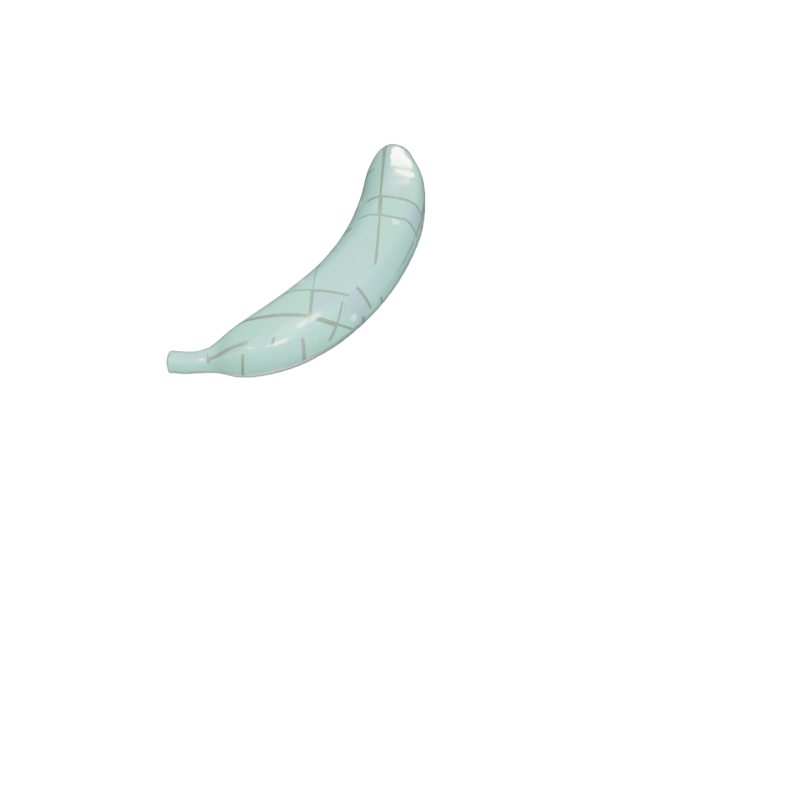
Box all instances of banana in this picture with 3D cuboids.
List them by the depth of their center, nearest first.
[{"bbox_3d":[-0.032,-0.071,0.568,0.073,0.034,0.202,26,53,21],"label":"banana"}]
